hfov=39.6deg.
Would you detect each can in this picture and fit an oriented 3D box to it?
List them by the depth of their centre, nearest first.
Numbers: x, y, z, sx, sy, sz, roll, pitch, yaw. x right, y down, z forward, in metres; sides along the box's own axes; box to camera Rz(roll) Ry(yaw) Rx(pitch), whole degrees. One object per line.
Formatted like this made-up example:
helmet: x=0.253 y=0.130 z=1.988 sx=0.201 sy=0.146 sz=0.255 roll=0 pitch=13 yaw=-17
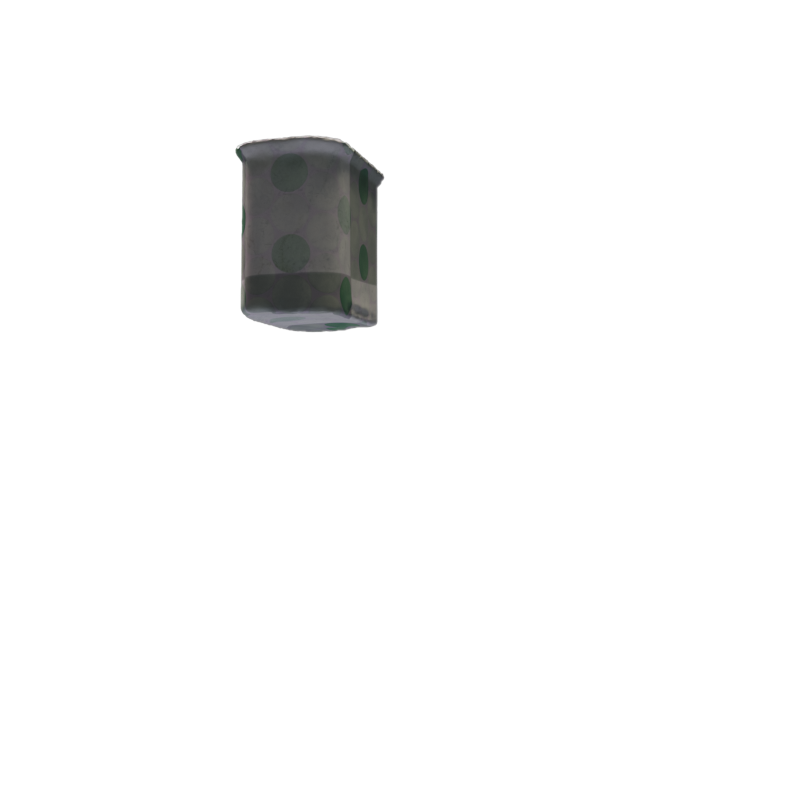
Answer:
can: x=-0.044 y=-0.081 z=0.565 sx=0.059 sy=0.085 sz=0.098 roll=-2 pitch=-5 yaw=15
